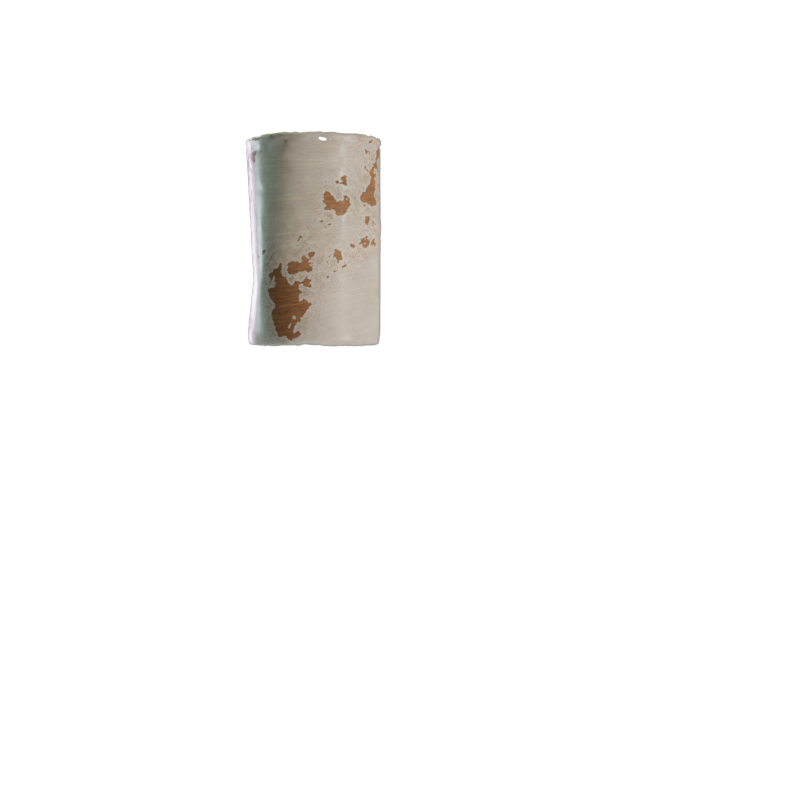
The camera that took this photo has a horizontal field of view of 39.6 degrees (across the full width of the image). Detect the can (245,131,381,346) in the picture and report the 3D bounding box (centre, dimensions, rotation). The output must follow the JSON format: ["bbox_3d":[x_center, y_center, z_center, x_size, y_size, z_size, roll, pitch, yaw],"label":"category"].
[{"bbox_3d":[-0.043,-0.079,0.554,0.068,0.103,0.068,0,0,-2],"label":"can"}]
